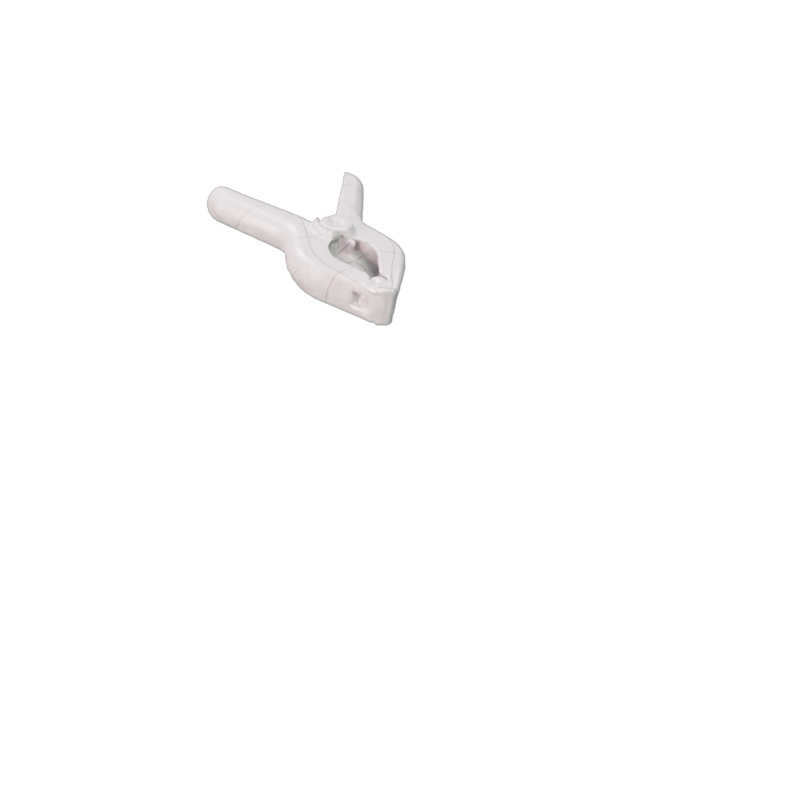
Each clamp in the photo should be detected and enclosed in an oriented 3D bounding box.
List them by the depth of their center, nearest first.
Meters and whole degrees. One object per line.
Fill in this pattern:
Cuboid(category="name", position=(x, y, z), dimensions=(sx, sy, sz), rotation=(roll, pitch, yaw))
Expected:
Cuboid(category="clamp", position=(-0.059, -0.107, 0.750), dimensions=(0.118, 0.037, 0.185), rotation=(-11, 36, -16))
